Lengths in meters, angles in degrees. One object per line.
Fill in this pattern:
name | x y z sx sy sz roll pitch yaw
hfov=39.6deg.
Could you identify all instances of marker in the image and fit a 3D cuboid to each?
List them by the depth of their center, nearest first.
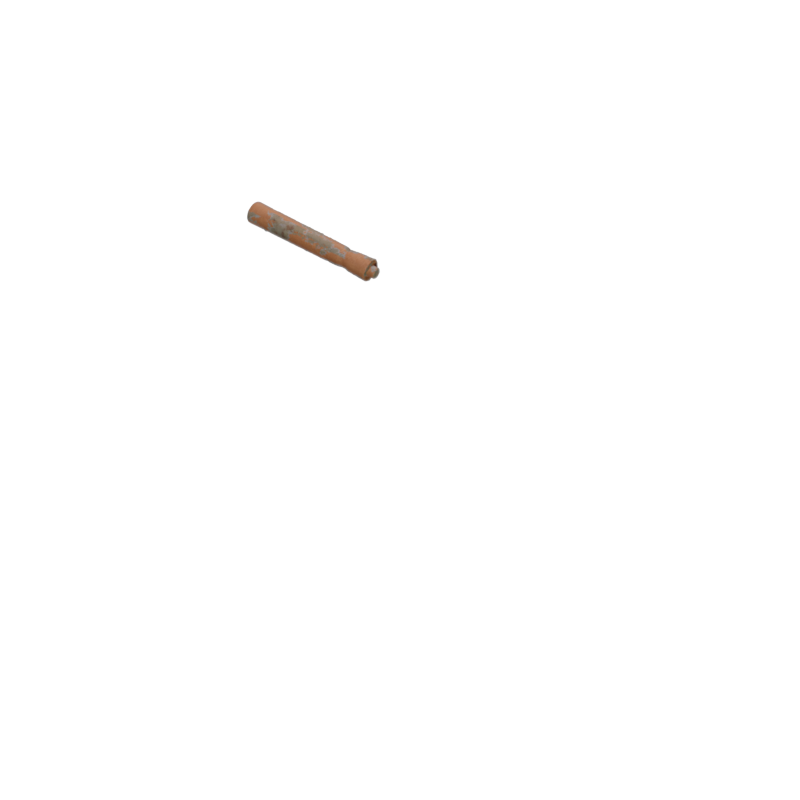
marker | -0.068 -0.124 0.866 0.128 0.019 0.019 29 17 26
